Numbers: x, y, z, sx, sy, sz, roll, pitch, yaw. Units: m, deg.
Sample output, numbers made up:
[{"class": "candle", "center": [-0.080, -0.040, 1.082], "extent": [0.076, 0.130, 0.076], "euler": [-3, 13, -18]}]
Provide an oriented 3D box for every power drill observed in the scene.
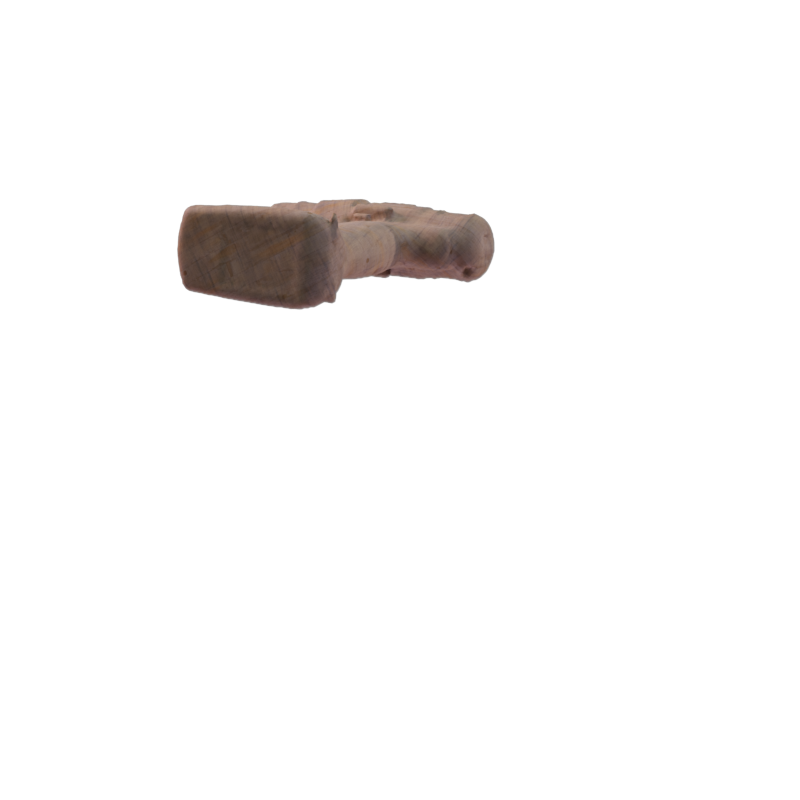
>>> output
[{"class": "power drill", "center": [-0.056, -0.102, 0.717], "extent": [0.192, 0.056, 0.184], "euler": [8, 15, 31]}]
